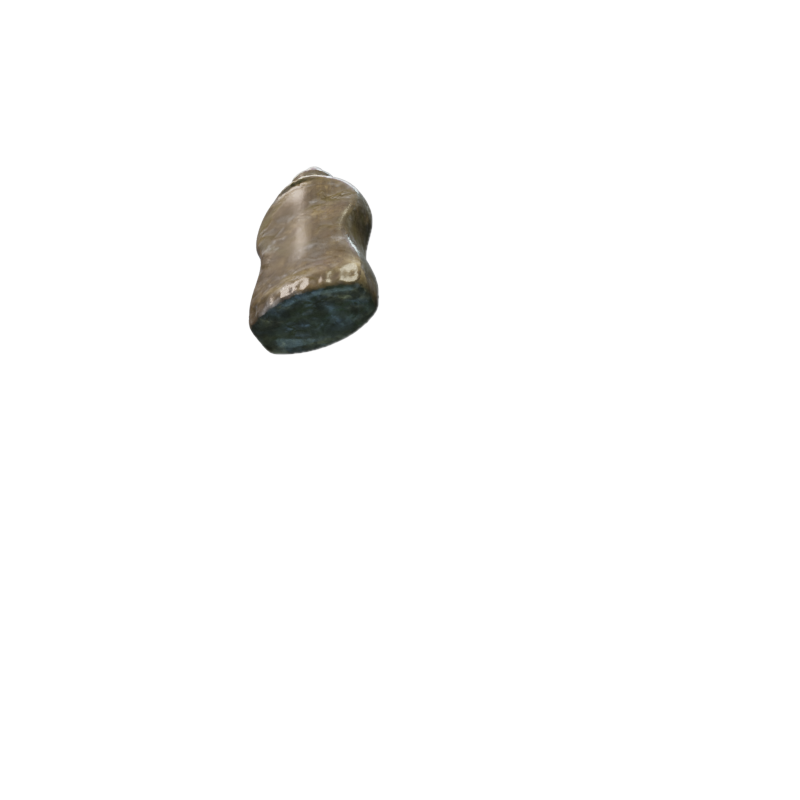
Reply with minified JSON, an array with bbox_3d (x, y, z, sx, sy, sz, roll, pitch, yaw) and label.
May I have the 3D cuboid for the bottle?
[{"bbox_3d":[-0.068,-0.125,0.875,0.096,0.206,0.054,-24,-50,17],"label":"bottle"}]
